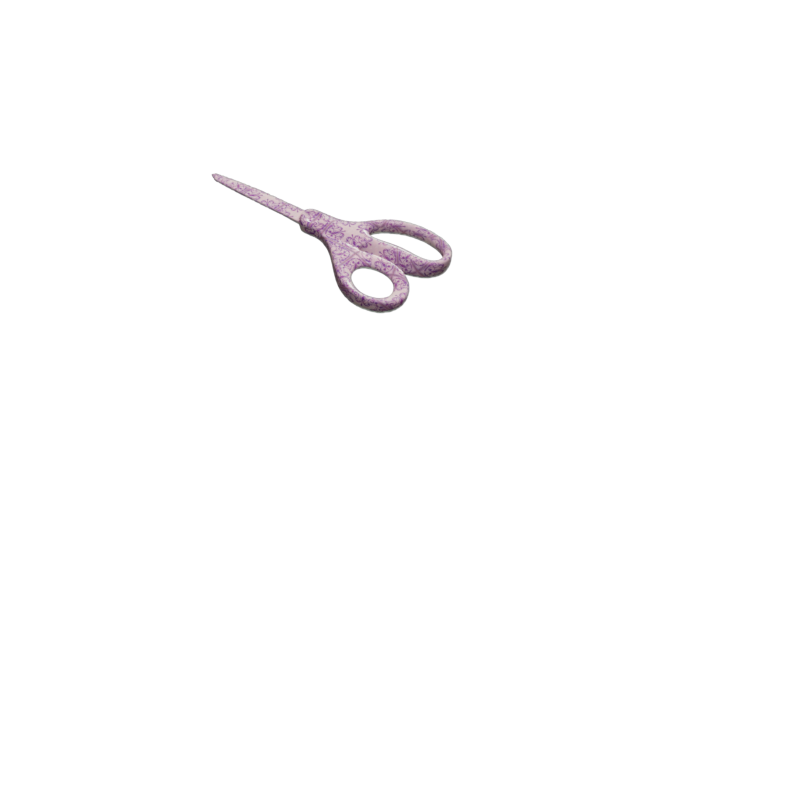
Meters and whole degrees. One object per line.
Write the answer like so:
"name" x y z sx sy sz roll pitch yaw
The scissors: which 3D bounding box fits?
"scissors" -0.064 -0.117 0.818 0.207 0.101 0.015 15 -41 13
